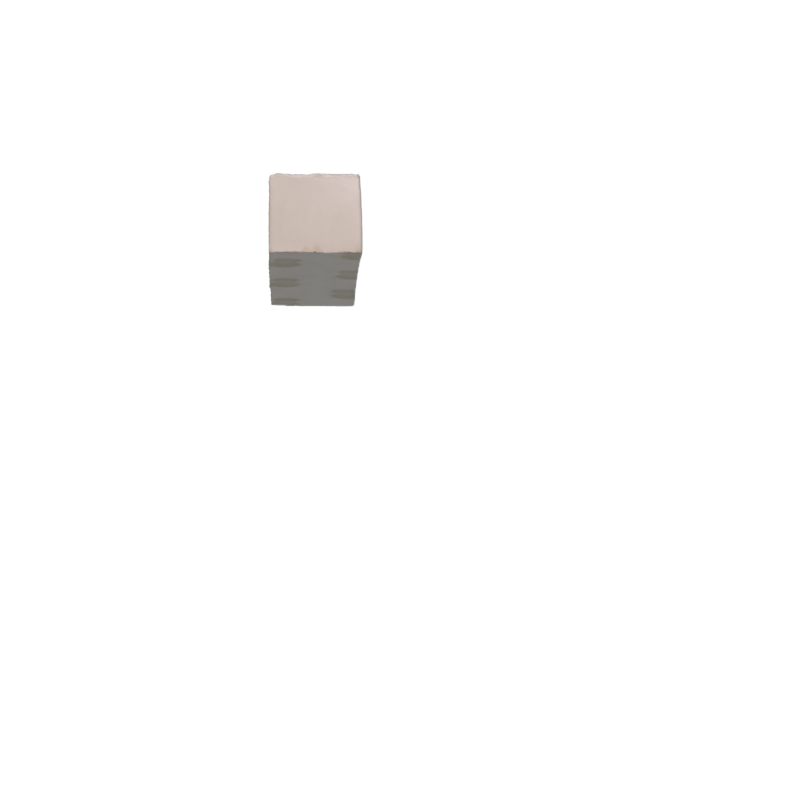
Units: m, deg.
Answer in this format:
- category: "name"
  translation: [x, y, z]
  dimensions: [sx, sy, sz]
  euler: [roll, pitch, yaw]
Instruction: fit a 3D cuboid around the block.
- category: "block"
  translation: [-0.051, -0.092, 0.646]
  dimensions: [0.052, 0.054, 0.074]
  euler: [1, -20, -5]
